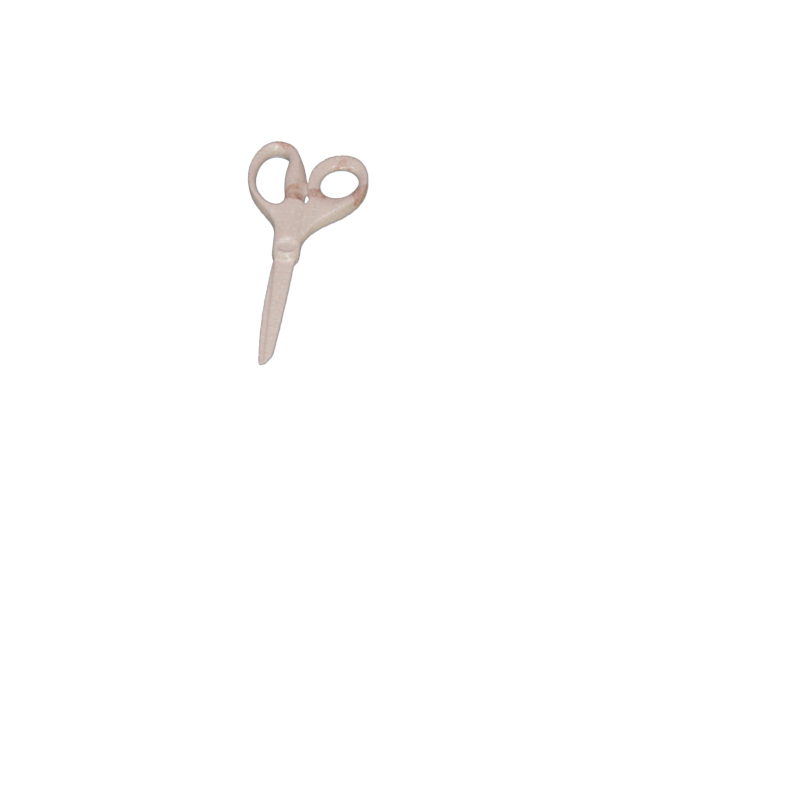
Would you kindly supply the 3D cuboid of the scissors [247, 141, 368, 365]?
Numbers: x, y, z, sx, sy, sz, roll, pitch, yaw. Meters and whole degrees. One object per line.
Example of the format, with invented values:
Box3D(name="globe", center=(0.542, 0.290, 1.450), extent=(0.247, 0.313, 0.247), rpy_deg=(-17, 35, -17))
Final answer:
Box3D(name="scissors", center=(-0.059, -0.109, 0.760), extent=(0.095, 0.218, 0.015), rpy_deg=(-8, -40, -6))
